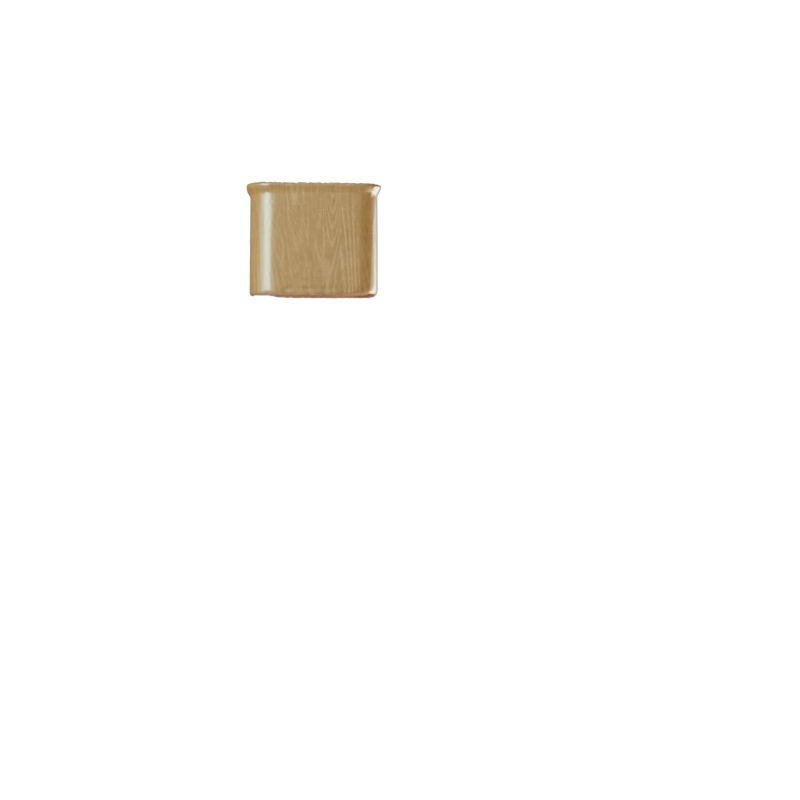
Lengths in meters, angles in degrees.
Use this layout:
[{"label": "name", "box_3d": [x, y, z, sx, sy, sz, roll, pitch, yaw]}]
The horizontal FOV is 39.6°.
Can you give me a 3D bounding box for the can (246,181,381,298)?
[{"label": "can", "box_3d": [-0.066, -0.120, 0.842, 0.101, 0.085, 0.057, 0, -3, -4]}]
